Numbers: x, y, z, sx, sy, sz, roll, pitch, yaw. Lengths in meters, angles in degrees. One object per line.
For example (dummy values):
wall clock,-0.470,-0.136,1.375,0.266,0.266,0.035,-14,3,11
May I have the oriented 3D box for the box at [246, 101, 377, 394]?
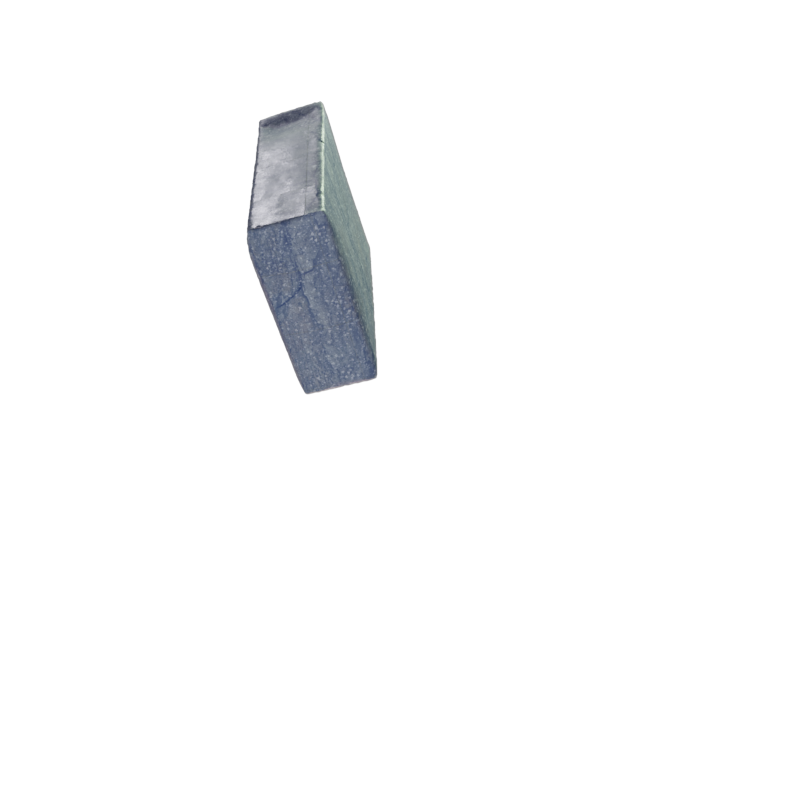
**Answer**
box,-0.075,-0.137,0.957,0.072,0.153,0.228,-14,34,6
